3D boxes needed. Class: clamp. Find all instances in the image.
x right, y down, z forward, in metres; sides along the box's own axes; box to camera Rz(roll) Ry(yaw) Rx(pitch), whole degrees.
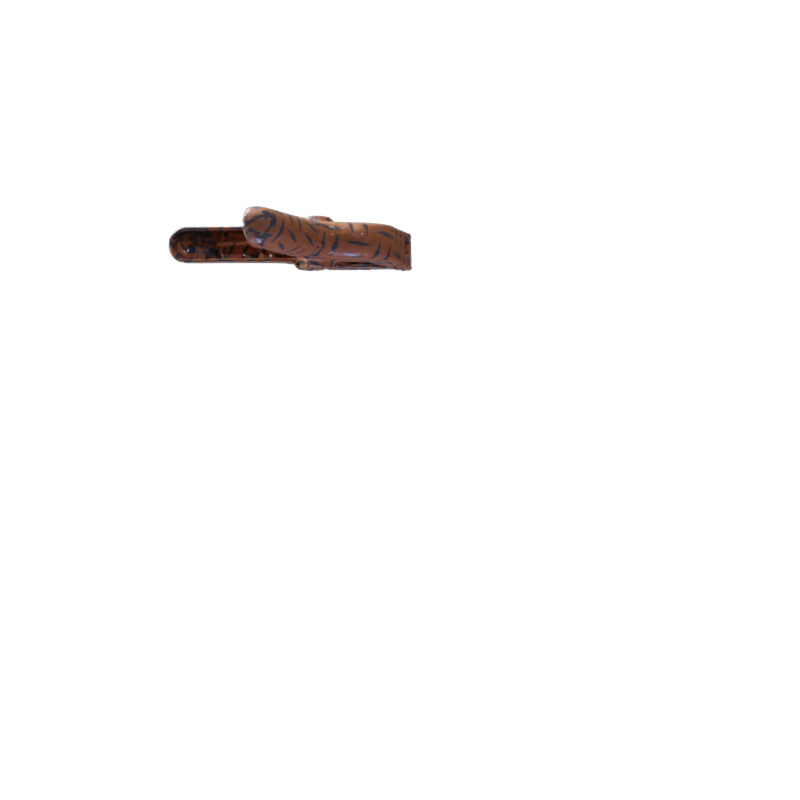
[{"bbox_3d":[-0.058,-0.106,0.744,0.167,0.039,0.124,-3,6,-25],"label":"clamp"}]
